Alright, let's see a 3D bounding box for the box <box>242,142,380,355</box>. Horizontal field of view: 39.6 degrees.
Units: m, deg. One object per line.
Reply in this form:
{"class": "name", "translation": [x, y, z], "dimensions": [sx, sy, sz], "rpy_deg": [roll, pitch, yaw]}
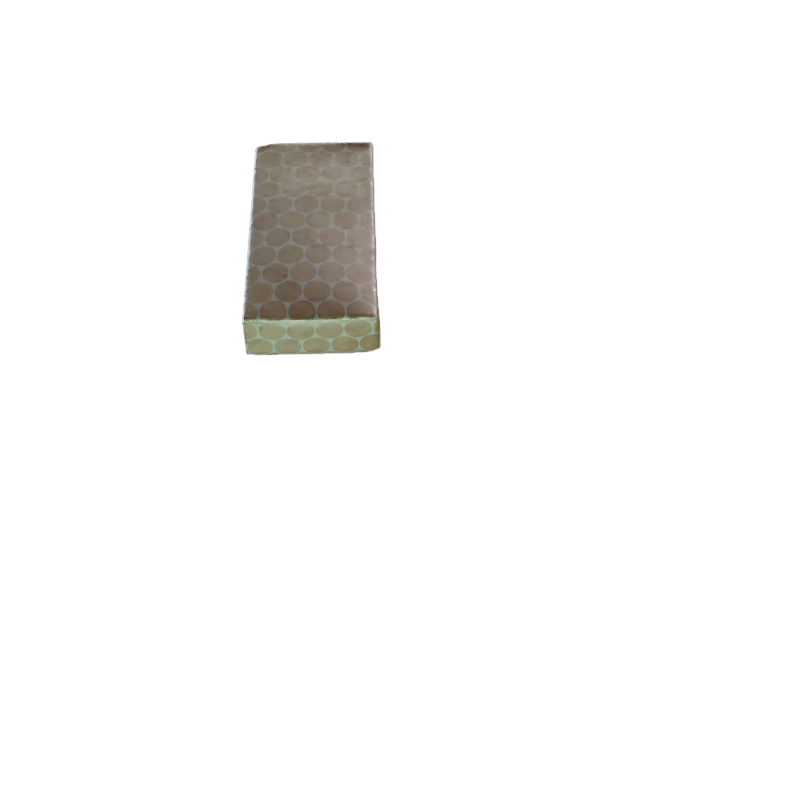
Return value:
{"class": "box", "translation": [-0.063, -0.114, 0.800], "dimensions": [0.093, 0.189, 0.045], "rpy_deg": [-2, -38, 0]}
